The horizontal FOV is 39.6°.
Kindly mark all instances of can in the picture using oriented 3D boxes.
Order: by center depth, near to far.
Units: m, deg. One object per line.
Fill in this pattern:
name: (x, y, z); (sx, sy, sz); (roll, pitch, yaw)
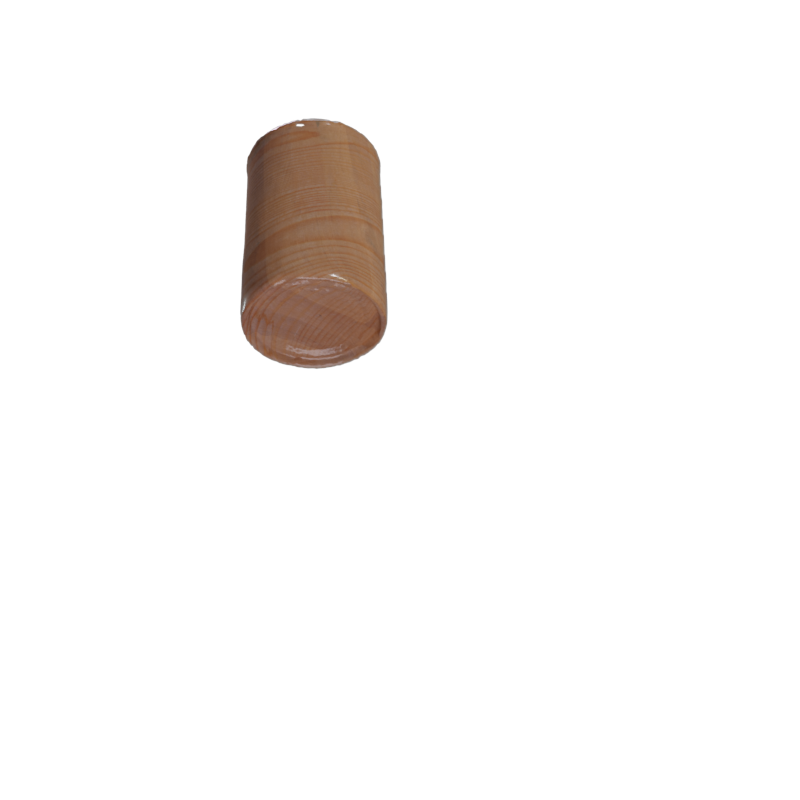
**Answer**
can: (-0.041, -0.075, 0.526); (0.068, 0.110, 0.064); (-1, -39, -3)
